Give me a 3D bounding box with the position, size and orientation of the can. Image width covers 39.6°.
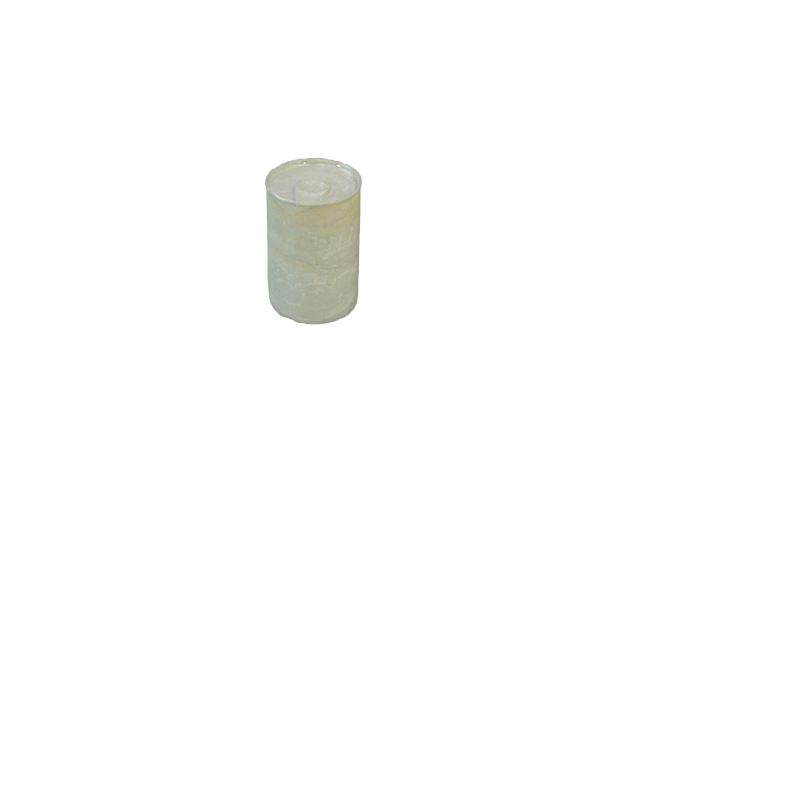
[{"bbox_3d":[-0.063,-0.114,0.801,0.068,0.096,0.073,0,34,-3],"label":"can"}]
